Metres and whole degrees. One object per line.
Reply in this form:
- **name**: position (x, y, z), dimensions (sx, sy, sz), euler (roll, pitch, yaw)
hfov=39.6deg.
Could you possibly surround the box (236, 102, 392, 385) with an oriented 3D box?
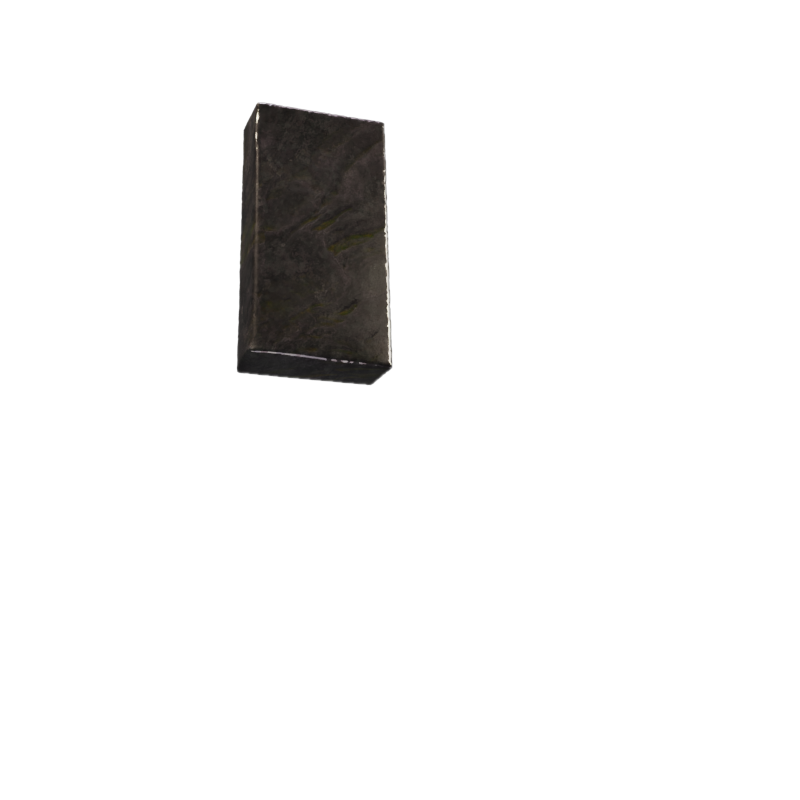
- **box**: position (-0.056, -0.103, 0.722), dimensions (0.091, 0.186, 0.047), euler (6, -26, -17)
